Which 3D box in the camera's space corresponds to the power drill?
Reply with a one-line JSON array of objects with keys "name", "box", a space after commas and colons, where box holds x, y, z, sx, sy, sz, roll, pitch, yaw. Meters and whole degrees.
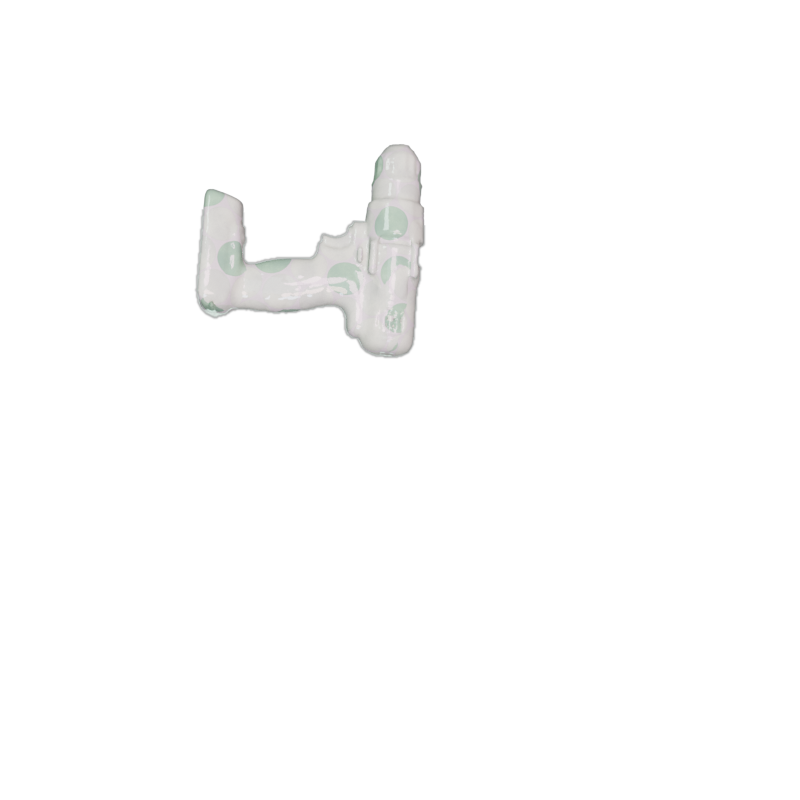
[{"name": "power drill", "box": [-0.073, -0.134, 0.935, 0.188, 0.191, 0.055, 4, -16, 1]}]
